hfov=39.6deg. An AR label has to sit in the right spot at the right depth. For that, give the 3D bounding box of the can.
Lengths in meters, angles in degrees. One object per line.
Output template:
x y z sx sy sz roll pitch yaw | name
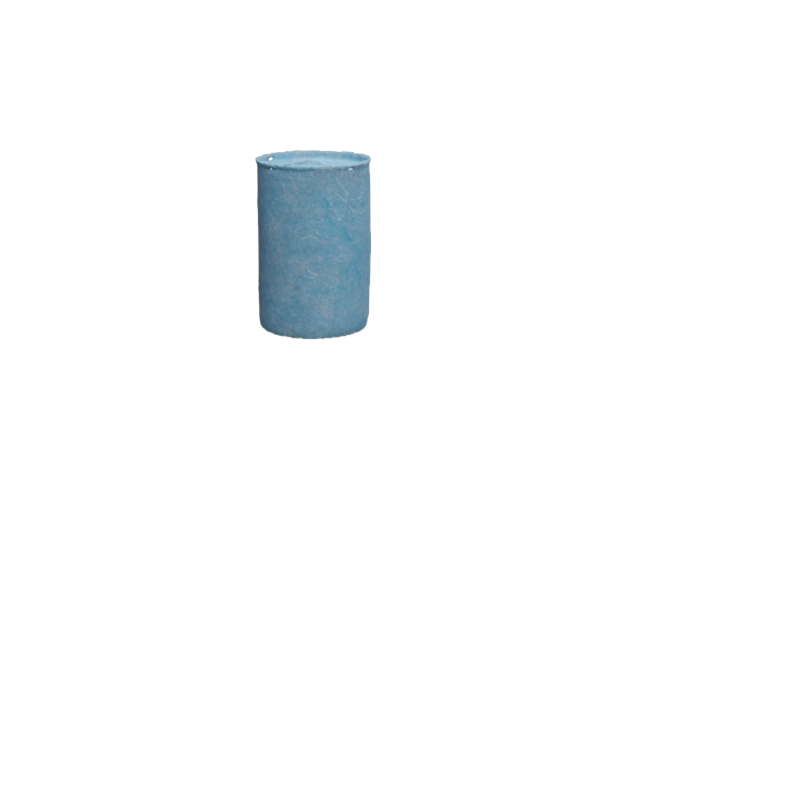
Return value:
-0.052 -0.095 0.662 0.068 0.099 0.071 0 15 -2 | can
